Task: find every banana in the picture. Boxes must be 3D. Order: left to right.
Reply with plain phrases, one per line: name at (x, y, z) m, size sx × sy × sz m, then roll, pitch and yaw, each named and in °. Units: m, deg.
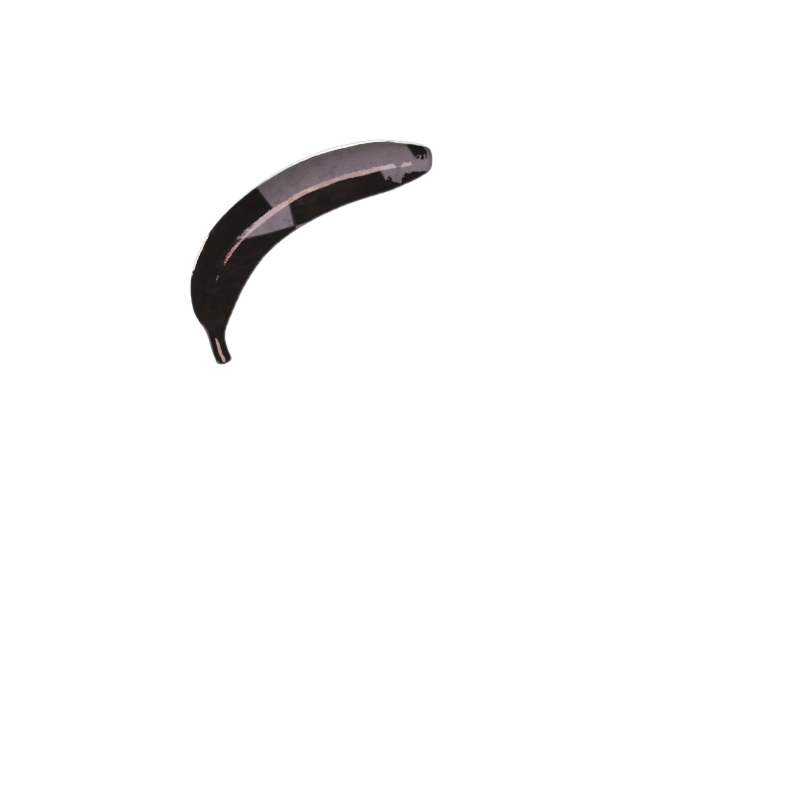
banana at (-0.071, -0.108, 0.697) m, size 0.195 × 0.066 × 0.039 m, roll -41°, pitch 22°, yaw 19°
